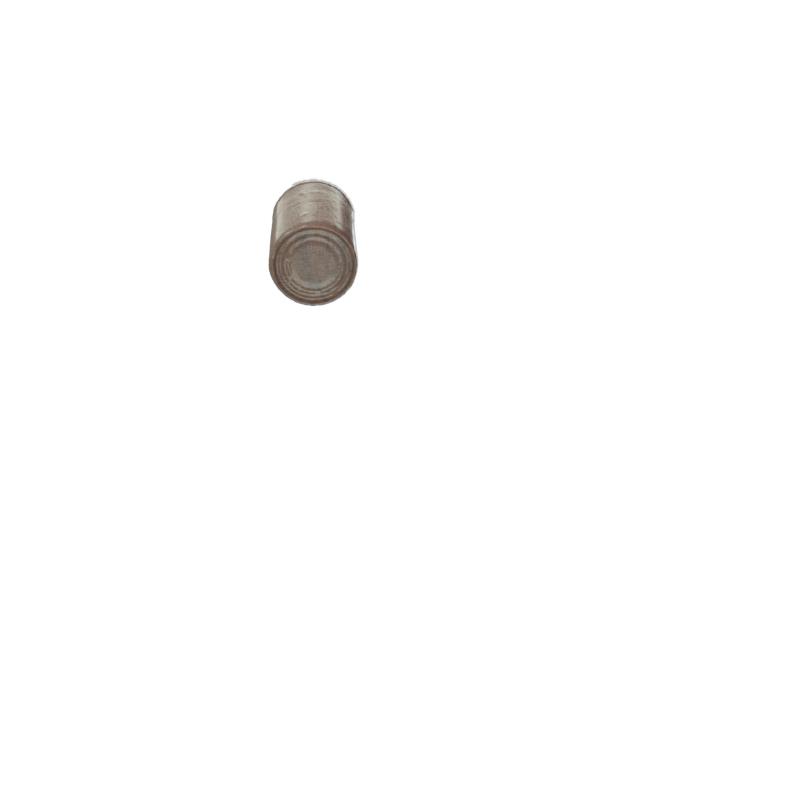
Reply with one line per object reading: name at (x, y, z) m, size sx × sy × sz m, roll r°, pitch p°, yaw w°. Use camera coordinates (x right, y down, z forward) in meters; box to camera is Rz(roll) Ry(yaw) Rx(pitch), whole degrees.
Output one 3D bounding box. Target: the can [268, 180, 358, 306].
can at (-0.068, -0.123, 0.864) m, size 0.068 × 0.065 × 0.108 m, roll 0°, pitch 26°, yaw -3°
